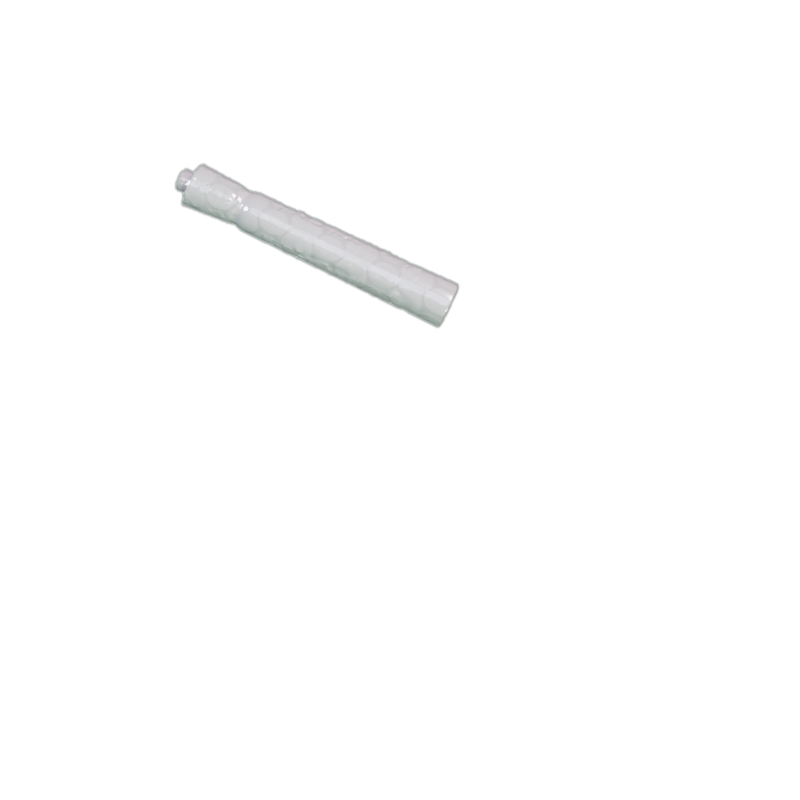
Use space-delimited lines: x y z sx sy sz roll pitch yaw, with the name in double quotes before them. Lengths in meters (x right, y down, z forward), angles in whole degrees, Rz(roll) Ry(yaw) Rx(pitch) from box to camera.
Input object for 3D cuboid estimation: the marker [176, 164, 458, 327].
"marker" -0.035 -0.064 0.447 0.123 0.020 0.020 26 6 6
